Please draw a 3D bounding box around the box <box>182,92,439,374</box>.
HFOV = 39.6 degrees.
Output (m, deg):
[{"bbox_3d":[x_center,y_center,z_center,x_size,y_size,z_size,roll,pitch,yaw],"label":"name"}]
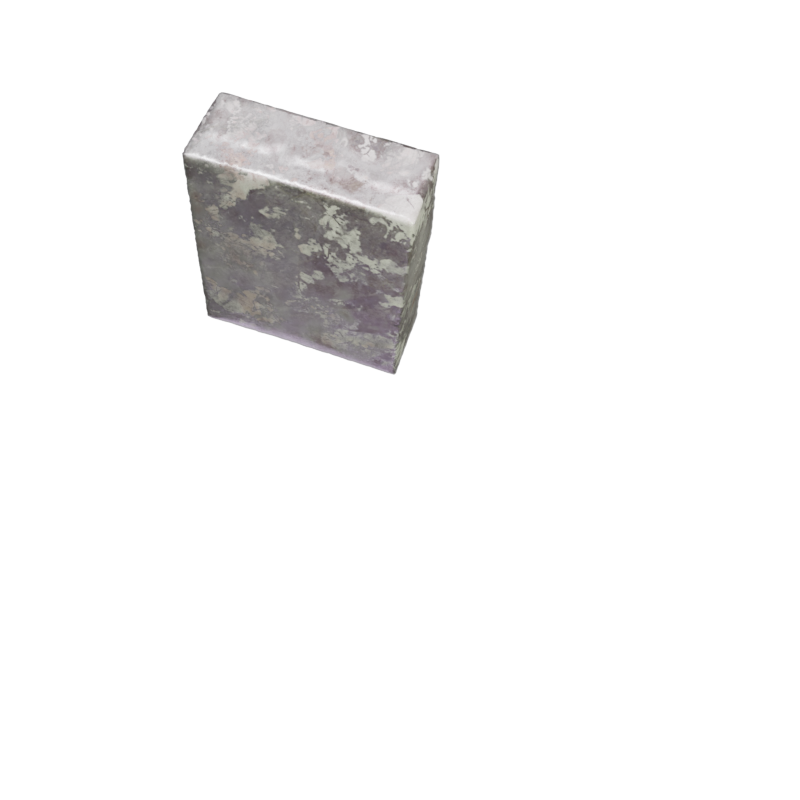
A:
[{"bbox_3d":[-0.064,-0.117,0.820,0.167,0.075,0.201,19,-29,8],"label":"box"}]
